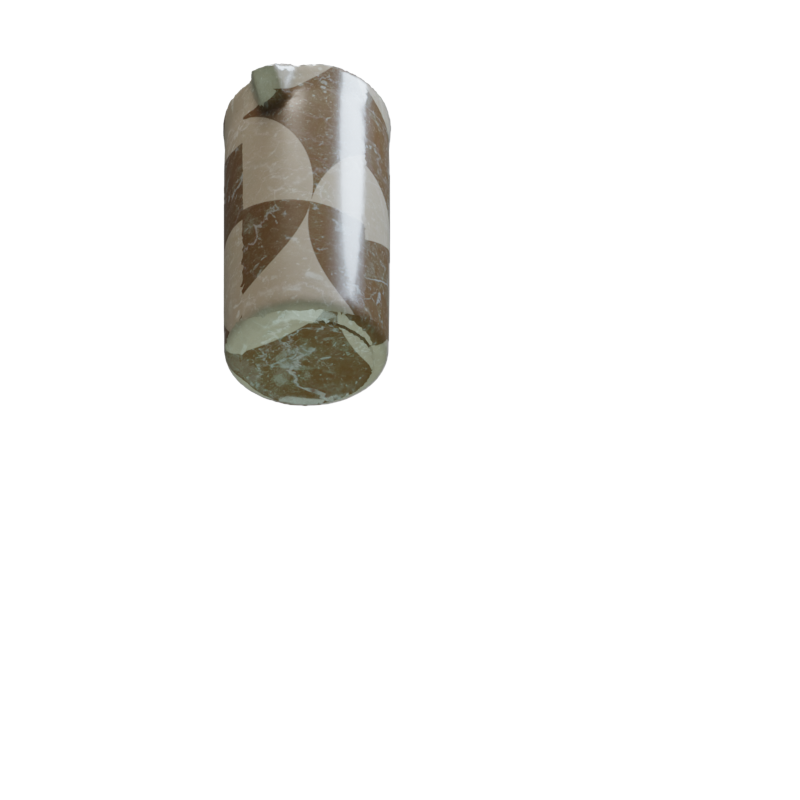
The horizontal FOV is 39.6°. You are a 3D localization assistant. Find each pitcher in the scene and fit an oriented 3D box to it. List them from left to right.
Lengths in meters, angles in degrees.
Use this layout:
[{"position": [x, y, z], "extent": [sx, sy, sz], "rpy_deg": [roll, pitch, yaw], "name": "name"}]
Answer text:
[{"position": [-0.063, -0.115, 0.808], "extent": [0.144, 0.261, 0.140], "rpy_deg": [15, -43, -20], "name": "pitcher"}]
